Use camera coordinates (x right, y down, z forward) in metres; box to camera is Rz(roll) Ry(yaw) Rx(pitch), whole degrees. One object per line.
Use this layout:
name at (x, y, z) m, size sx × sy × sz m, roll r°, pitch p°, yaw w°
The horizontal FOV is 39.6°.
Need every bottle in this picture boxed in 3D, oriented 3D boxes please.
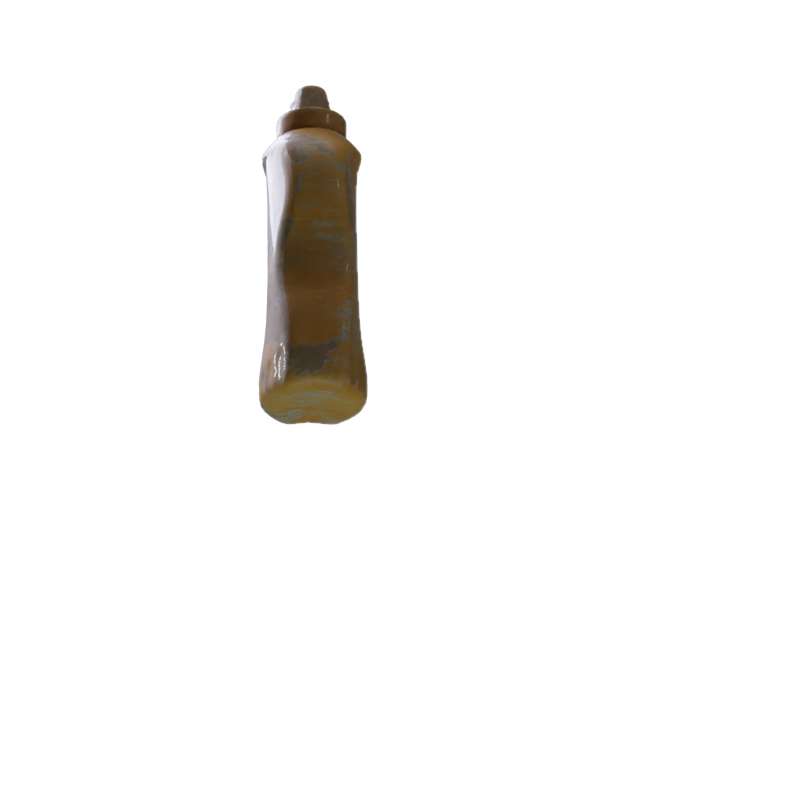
bottle at (-0.049, -0.089, 0.622) m, size 0.058 × 0.201 × 0.092 m, roll 0°, pitch -20°, yaw -4°
